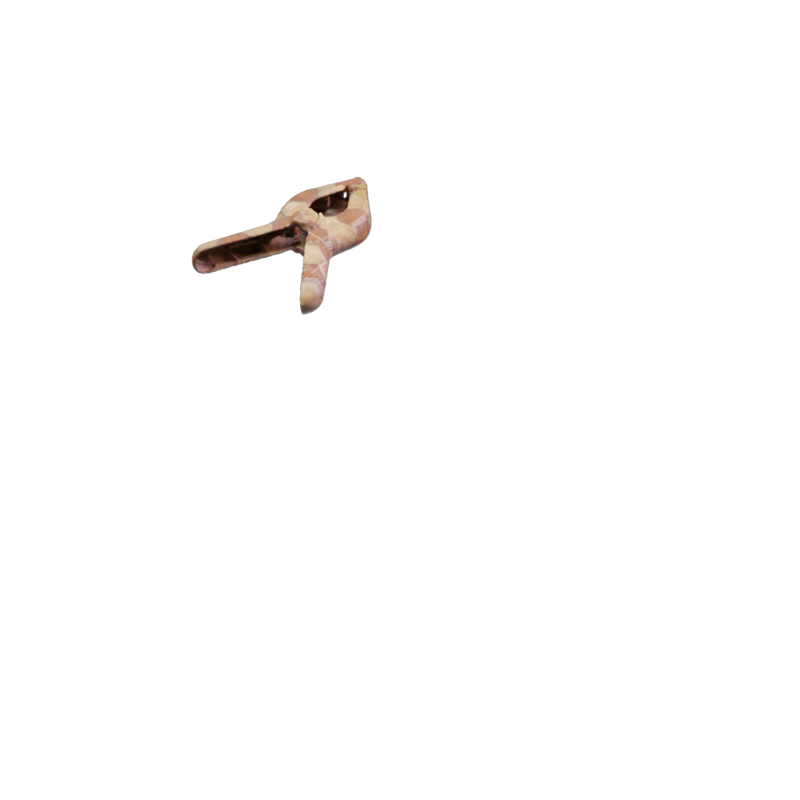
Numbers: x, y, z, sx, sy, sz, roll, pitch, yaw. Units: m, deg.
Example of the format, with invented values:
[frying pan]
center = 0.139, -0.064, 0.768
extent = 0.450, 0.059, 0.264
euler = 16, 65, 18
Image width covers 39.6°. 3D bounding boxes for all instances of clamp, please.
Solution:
[clamp]
center = -0.071, -0.129, 0.902
extent = 0.128, 0.036, 0.173
euler = 32, 52, 28
